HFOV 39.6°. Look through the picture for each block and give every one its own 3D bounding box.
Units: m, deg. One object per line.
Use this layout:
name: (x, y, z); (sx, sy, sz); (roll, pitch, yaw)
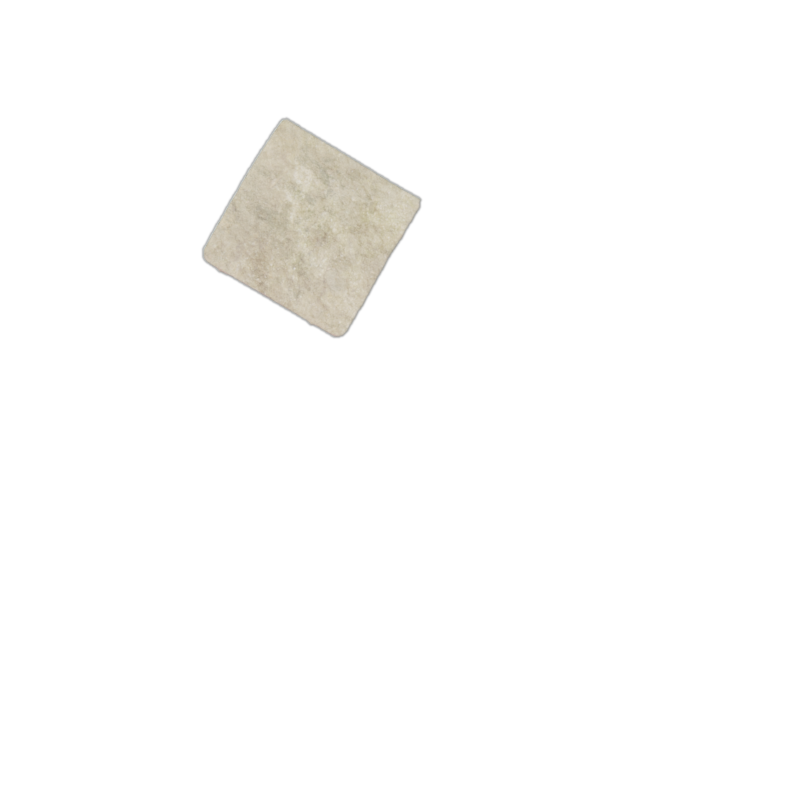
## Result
block: (-0.055, -0.098, 0.693); (0.090, 0.090, 0.206); (30, 0, -5)
